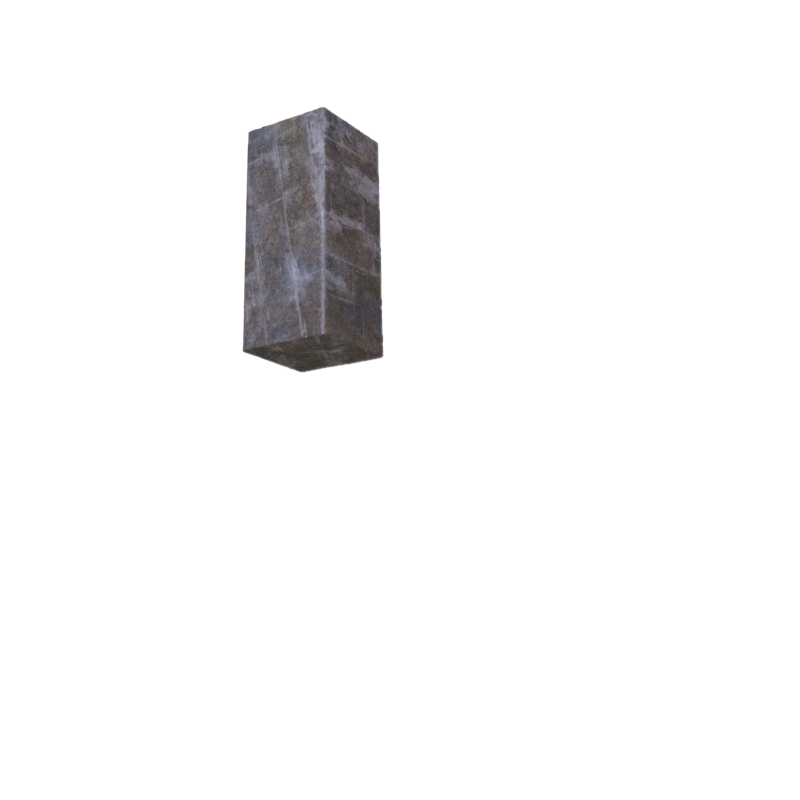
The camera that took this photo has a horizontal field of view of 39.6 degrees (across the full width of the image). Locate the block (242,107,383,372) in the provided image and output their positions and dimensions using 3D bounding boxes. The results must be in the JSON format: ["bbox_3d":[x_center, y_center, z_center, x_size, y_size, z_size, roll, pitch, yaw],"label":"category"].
[{"bbox_3d":[-0.077,-0.140,0.979,0.092,0.216,0.085,-14,-23,31],"label":"block"}]
